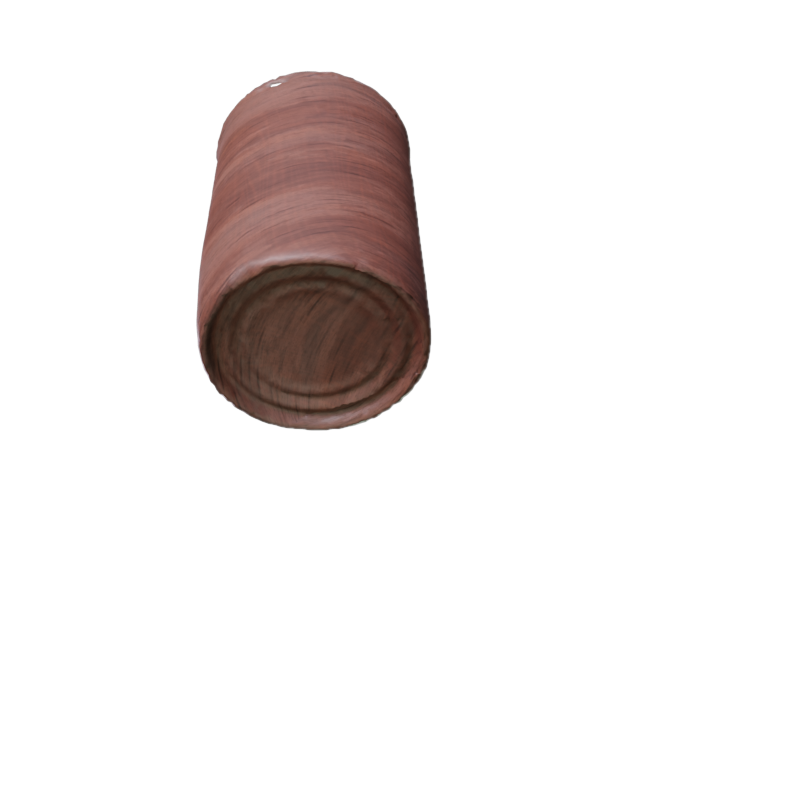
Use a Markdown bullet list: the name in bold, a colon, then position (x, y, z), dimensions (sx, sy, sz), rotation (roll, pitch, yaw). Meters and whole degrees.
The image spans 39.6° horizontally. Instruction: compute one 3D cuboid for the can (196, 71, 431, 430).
- **can**: position (-0.027, -0.050, 0.350), dimensions (0.068, 0.064, 0.110), rotation (-1, 41, -3)
